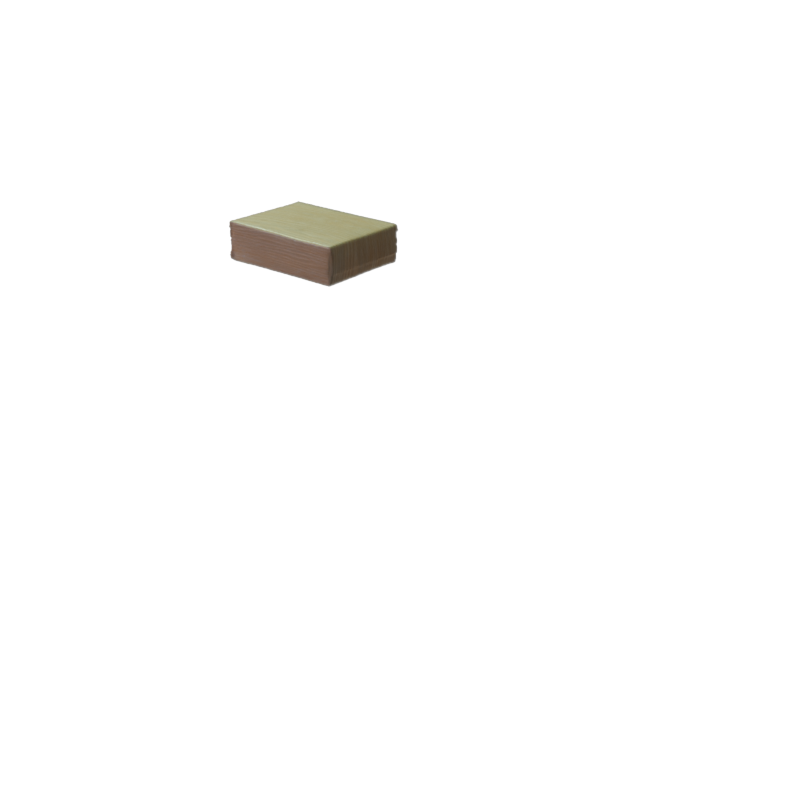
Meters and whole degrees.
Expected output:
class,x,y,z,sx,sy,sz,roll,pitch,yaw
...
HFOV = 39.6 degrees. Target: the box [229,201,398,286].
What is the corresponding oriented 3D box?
class,x,y,z,sx,sy,sz,roll,pitch,yaw
box,-0.072,-0.132,0.926,0.120,0.037,0.089,16,26,35
